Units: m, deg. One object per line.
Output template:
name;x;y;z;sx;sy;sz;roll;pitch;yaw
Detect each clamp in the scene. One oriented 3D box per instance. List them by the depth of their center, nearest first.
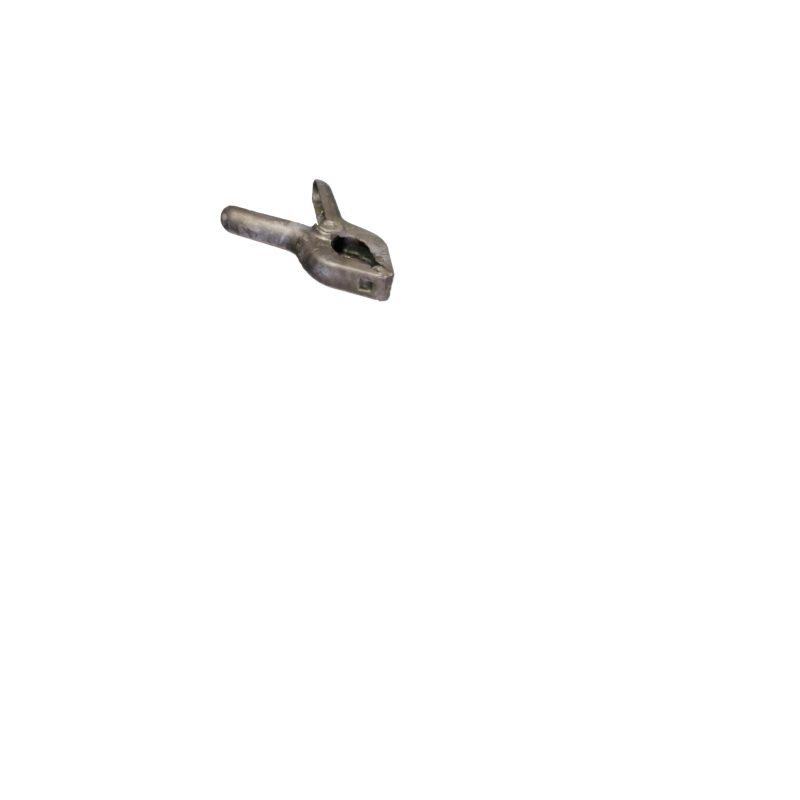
clamp;-0.076;-0.139;0.974;0.119;0.037;0.185;-21;43;-25
